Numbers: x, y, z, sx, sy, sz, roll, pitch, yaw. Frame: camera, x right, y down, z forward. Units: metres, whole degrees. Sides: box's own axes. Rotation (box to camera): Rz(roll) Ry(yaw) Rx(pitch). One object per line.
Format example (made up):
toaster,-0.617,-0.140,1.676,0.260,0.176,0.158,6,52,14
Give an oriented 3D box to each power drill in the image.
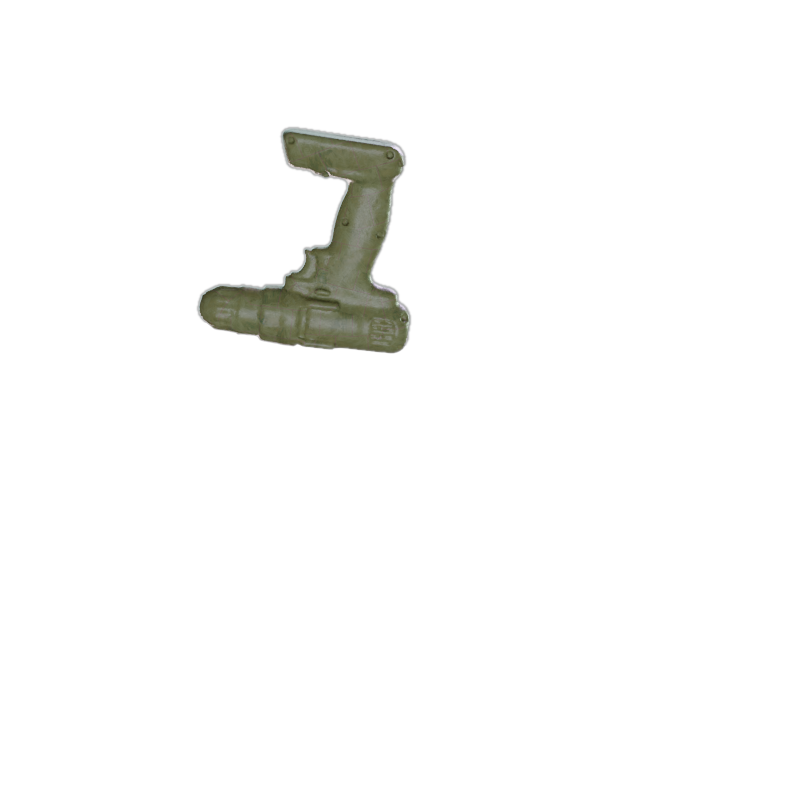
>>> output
power drill,-0.075,-0.136,0.955,0.184,0.183,0.059,7,12,-2
